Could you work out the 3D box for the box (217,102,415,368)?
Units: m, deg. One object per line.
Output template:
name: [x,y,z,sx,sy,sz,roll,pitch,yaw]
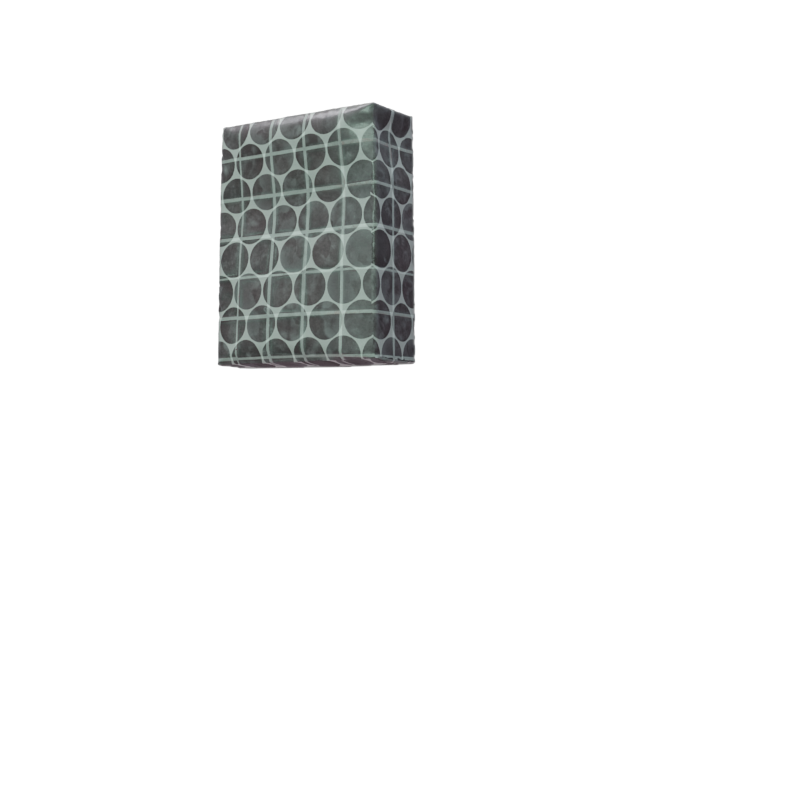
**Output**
box: [-0.074,-0.136,0.949,0.169,0.218,0.068,-3,-7,32]
